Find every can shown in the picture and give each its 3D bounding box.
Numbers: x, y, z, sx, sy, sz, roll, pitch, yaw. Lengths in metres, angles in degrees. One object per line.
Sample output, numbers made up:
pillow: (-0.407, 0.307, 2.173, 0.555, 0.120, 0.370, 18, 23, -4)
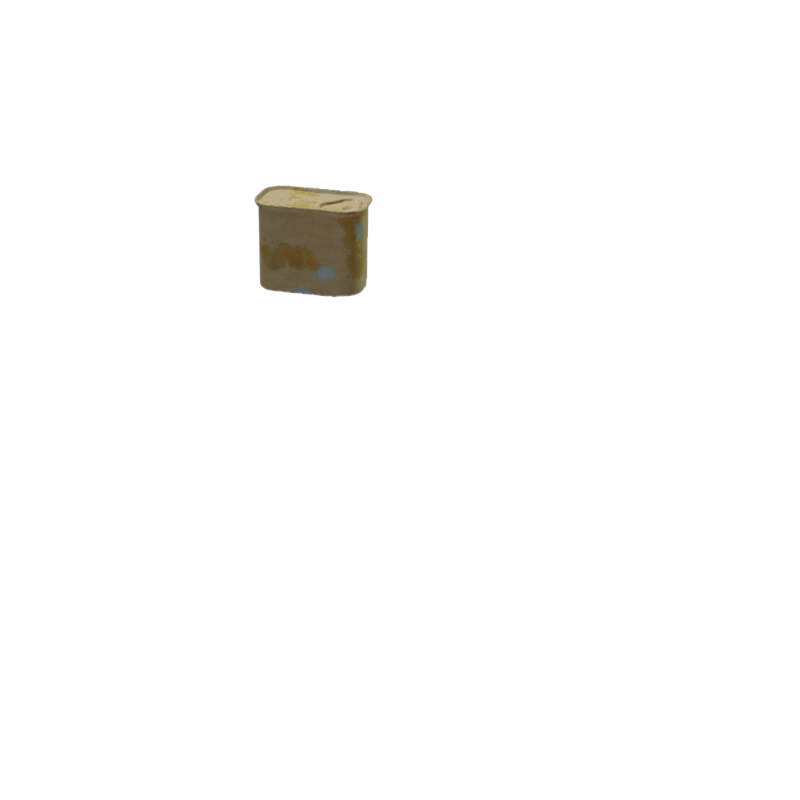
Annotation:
can: (-0.078, -0.142, 0.996, 0.104, 0.080, 0.059, 7, 24, 13)
